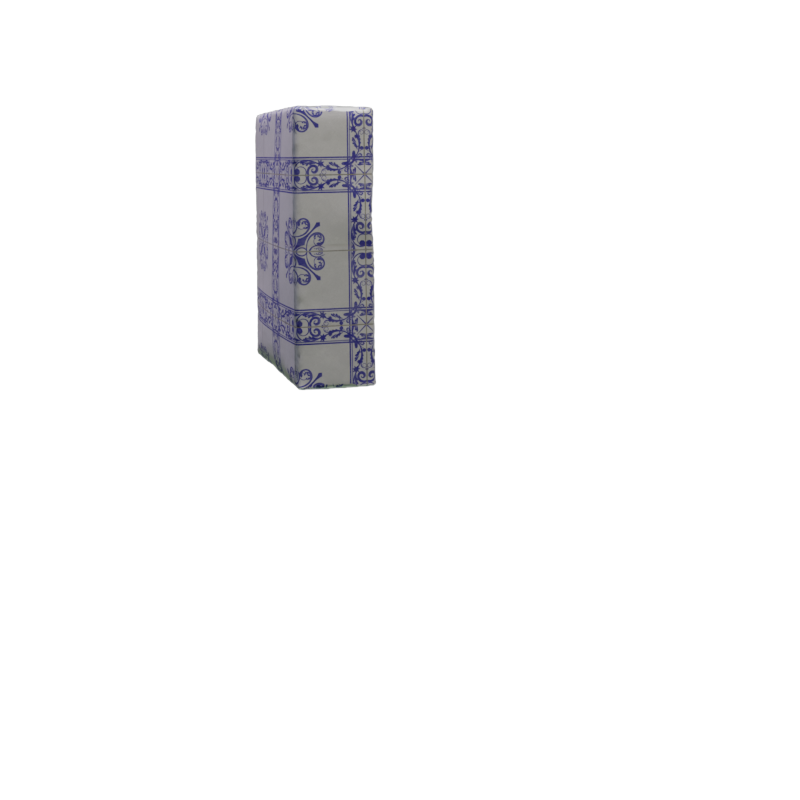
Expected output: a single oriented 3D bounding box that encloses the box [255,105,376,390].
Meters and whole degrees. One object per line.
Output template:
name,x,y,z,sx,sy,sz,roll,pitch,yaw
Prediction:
box,-0.071,-0.130,0.907,0.070,0.211,0.170,-1,7,-17
